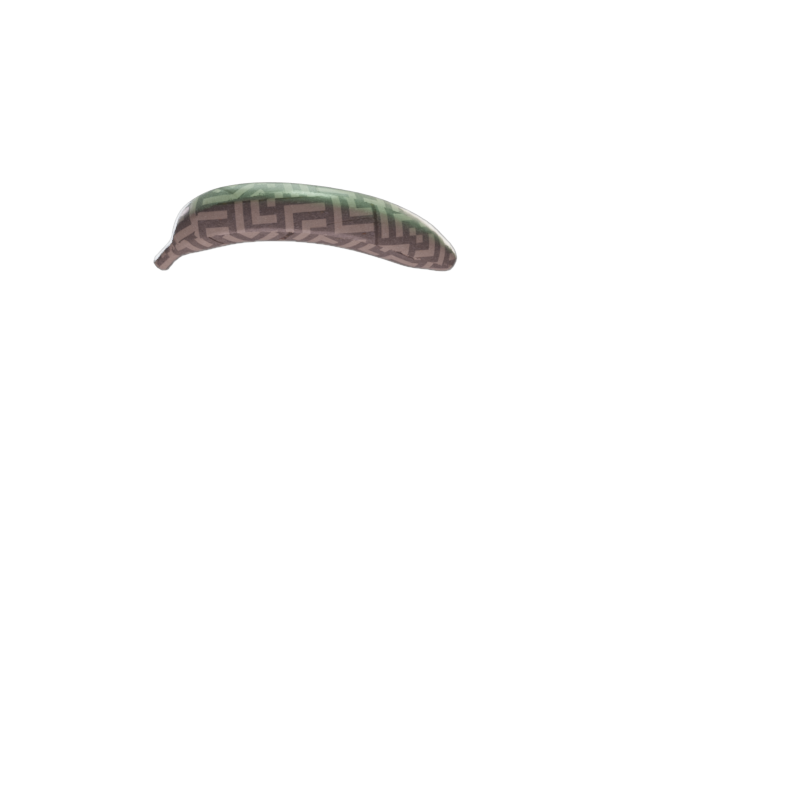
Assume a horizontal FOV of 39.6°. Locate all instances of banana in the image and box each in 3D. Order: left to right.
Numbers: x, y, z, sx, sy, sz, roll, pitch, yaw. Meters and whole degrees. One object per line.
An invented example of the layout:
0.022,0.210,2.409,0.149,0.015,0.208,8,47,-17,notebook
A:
-0.058,-0.110,0.704,0.197,0.039,0.066,2,-24,-4,banana
